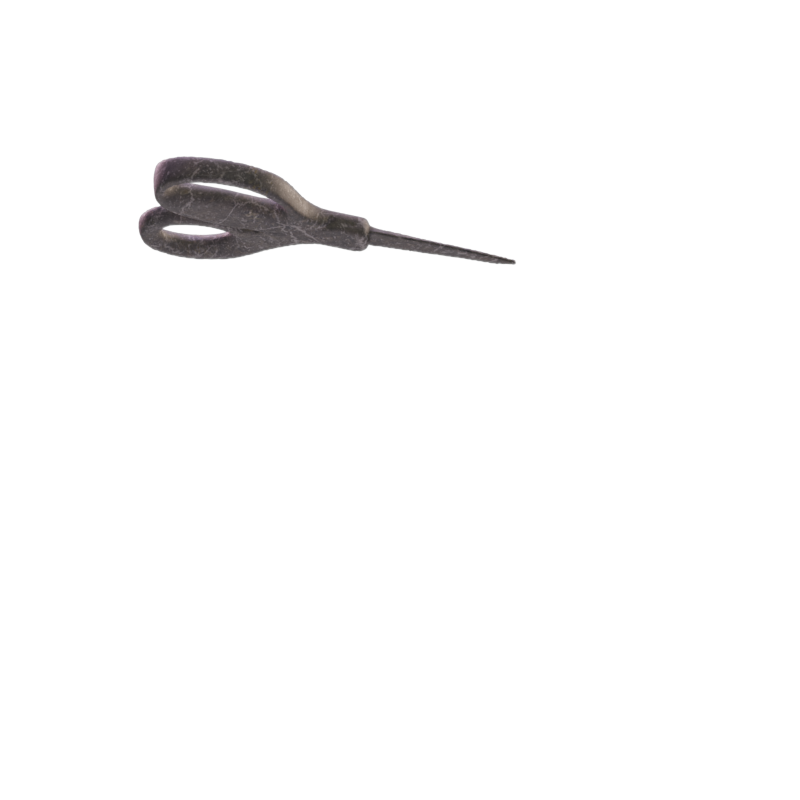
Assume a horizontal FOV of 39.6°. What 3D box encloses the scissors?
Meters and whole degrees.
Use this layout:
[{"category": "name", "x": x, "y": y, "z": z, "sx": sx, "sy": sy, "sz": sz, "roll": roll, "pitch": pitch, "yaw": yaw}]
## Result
[{"category": "scissors", "x": -0.044, "y": -0.080, "z": 0.563, "sx": 0.191, "sy": 0.016, "sz": 0.097, "roll": 14, "pitch": -22, "yaw": -38}]
